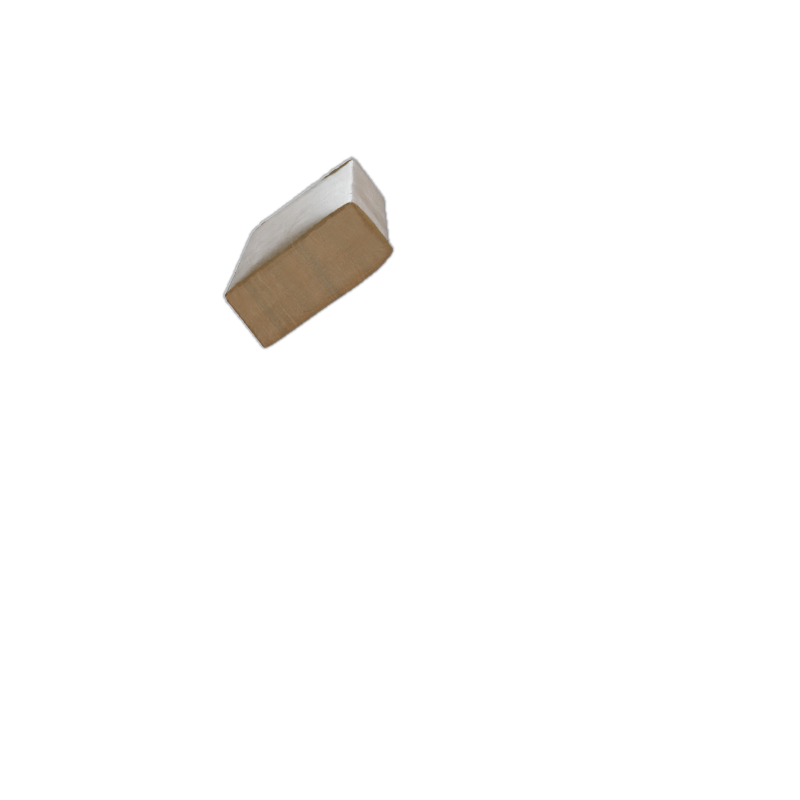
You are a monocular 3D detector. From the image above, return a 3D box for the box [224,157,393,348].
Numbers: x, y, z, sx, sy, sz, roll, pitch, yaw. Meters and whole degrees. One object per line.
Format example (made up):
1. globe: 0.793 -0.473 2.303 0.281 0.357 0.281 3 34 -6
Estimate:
1. box: -0.055 -0.099 0.694 0.093 0.046 0.184 -35 19 9
